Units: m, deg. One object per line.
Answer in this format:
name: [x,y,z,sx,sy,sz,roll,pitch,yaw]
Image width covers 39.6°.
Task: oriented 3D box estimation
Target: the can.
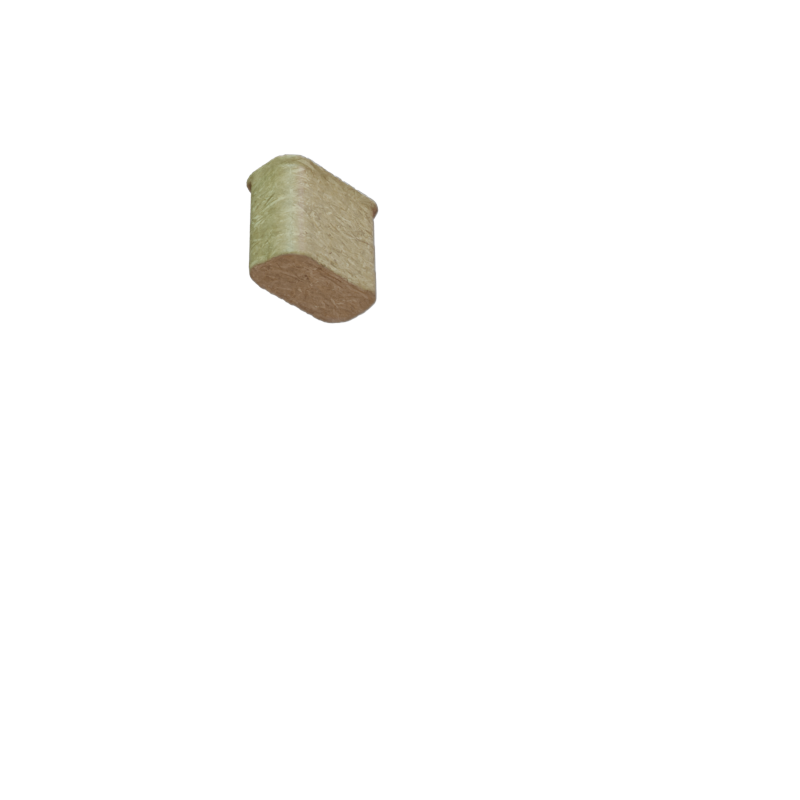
can: [-0.062,-0.113,0.791,0.057,0.089,0.095,-28,-40,35]
